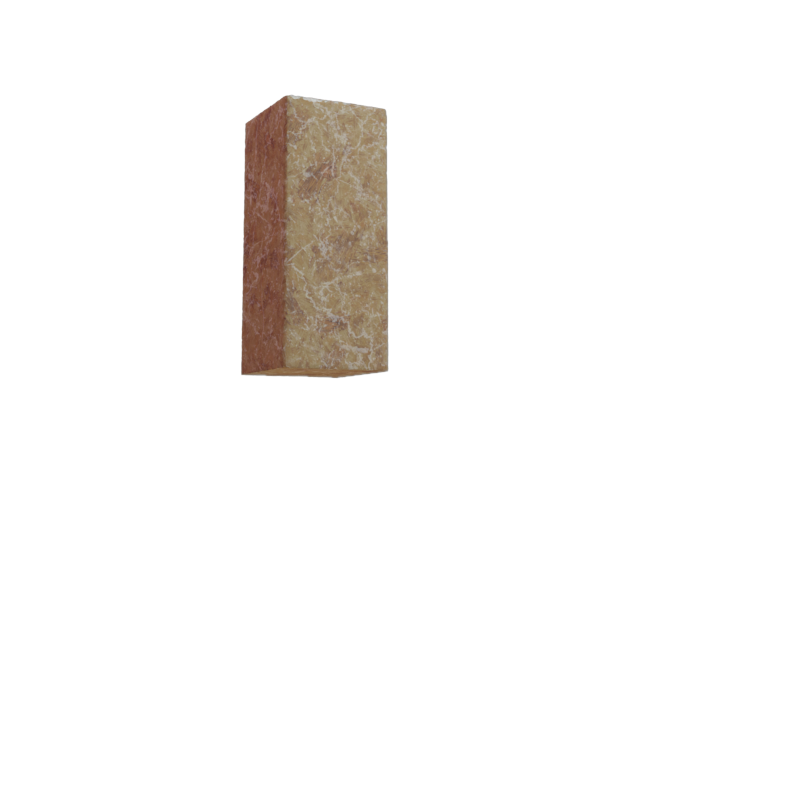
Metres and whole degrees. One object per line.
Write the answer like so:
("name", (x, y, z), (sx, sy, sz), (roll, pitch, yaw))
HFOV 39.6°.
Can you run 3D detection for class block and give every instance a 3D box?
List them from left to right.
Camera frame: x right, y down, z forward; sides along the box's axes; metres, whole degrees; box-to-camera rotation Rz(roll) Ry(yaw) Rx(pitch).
("block", (-0.068, -0.125, 0.873), (0.087, 0.211, 0.092), (4, -10, -27))
